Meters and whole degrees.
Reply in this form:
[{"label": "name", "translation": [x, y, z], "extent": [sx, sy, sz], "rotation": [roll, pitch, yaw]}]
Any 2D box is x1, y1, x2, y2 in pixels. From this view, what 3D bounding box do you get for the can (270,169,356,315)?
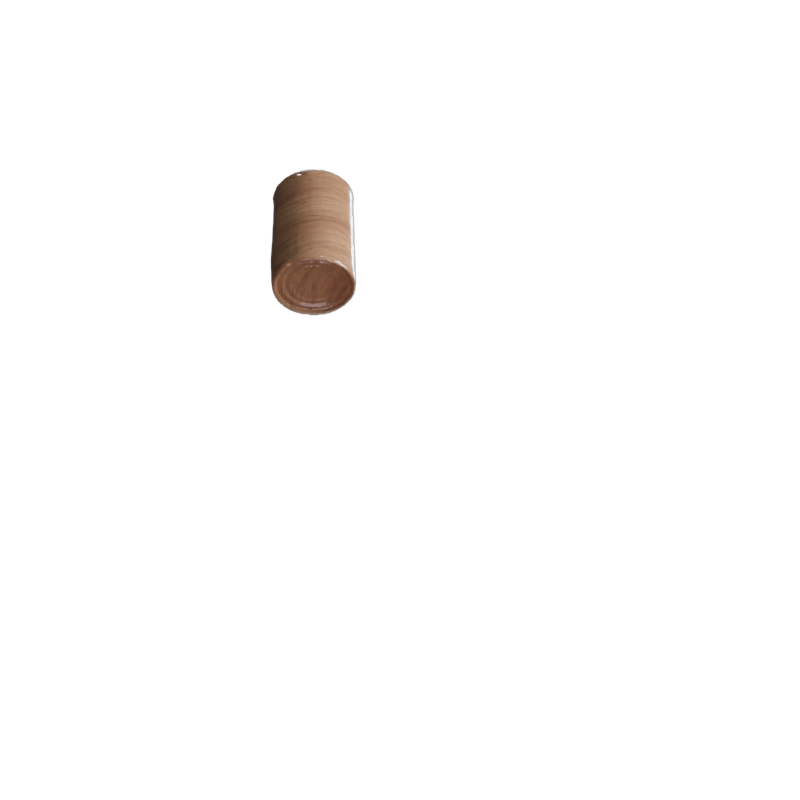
[{"label": "can", "translation": [-0.070, -0.128, 0.893], "extent": [0.068, 0.110, 0.064], "rotation": [-1, -42, -3]}]
